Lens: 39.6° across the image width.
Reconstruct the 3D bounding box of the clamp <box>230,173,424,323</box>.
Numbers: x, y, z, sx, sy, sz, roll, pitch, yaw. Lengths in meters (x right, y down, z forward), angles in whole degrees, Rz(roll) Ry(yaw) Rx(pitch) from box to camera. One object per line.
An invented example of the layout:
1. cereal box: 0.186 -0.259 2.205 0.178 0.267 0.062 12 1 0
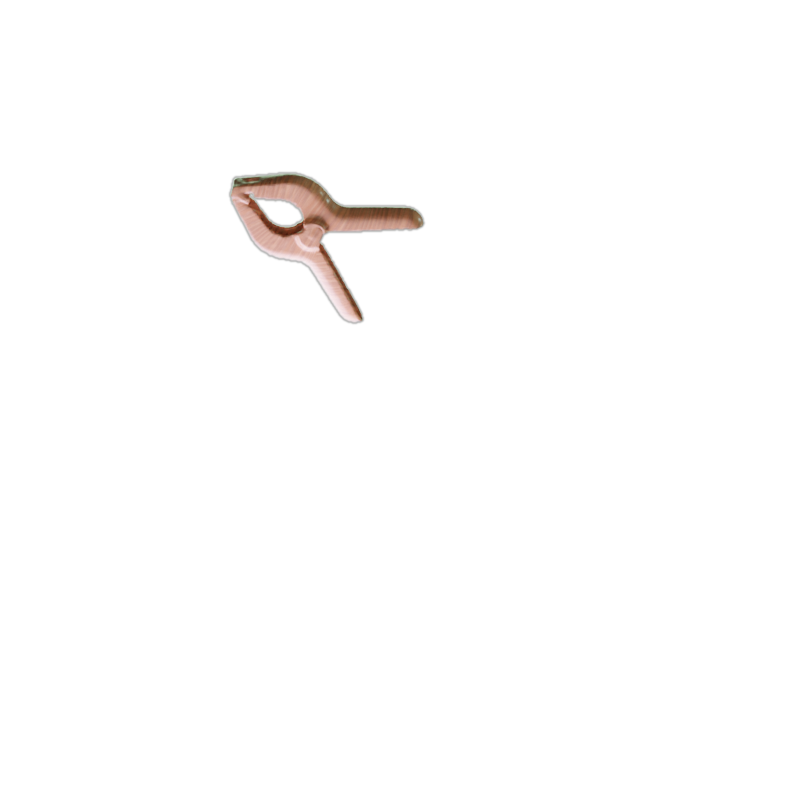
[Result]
1. clamp: -0.078 -0.141 0.991 0.169 0.117 0.041 21 14 -5
